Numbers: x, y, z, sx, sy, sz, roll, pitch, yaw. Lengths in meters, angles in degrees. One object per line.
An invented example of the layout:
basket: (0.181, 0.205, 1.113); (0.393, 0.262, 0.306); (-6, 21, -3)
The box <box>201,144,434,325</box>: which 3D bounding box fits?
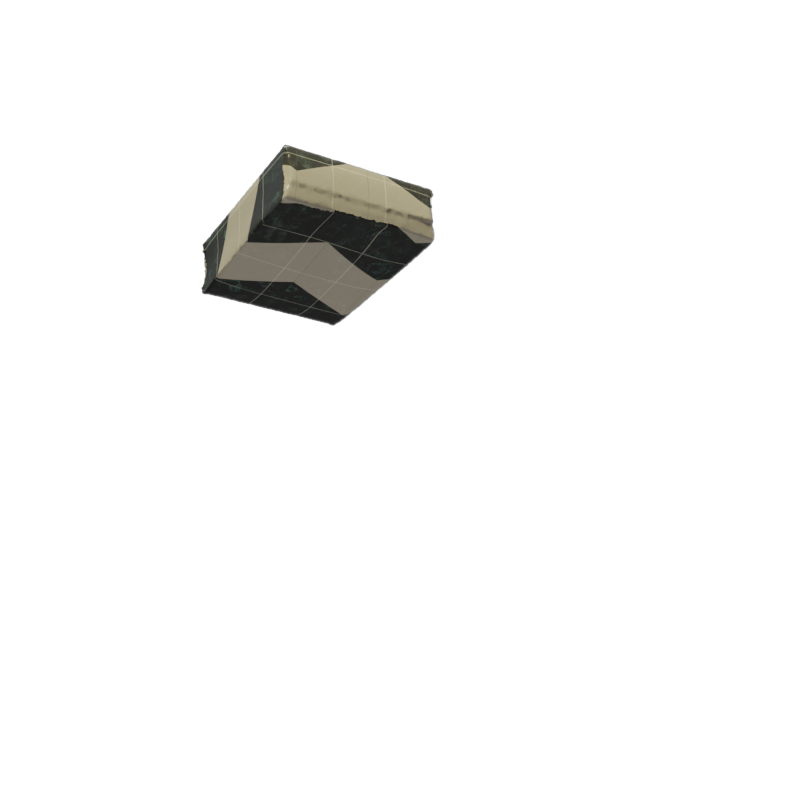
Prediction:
box: (-0.048, -0.087, 0.611); (0.086, 0.041, 0.111); (15, -32, -26)
